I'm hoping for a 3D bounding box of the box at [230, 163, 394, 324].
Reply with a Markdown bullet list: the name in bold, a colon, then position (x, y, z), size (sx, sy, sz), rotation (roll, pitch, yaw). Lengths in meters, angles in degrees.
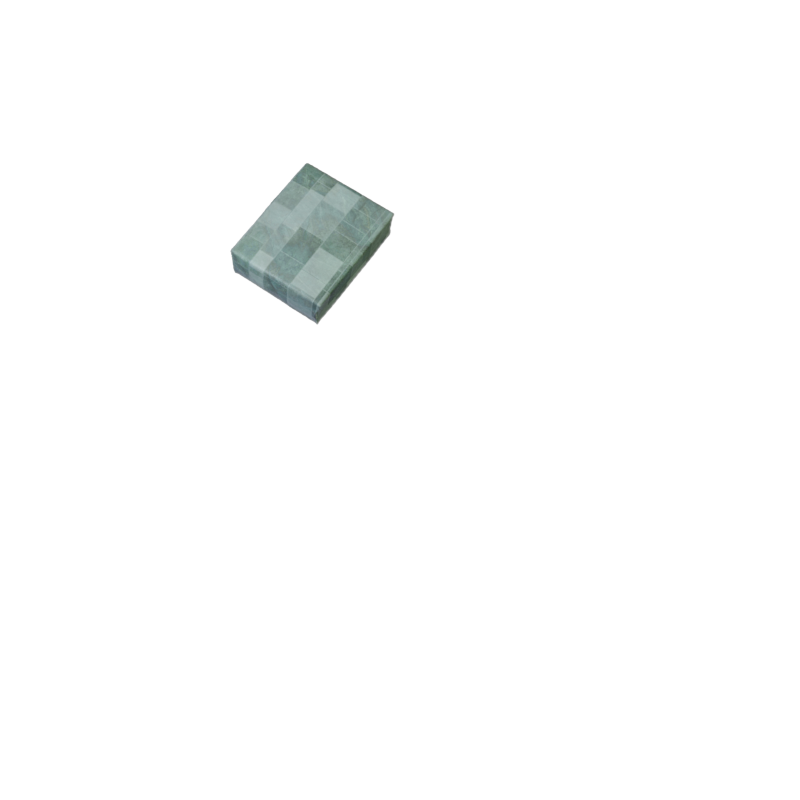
- **box**: position (-0.072, -0.132, 0.922), size (0.093, 0.116, 0.037), rotation (30, -24, 14)
